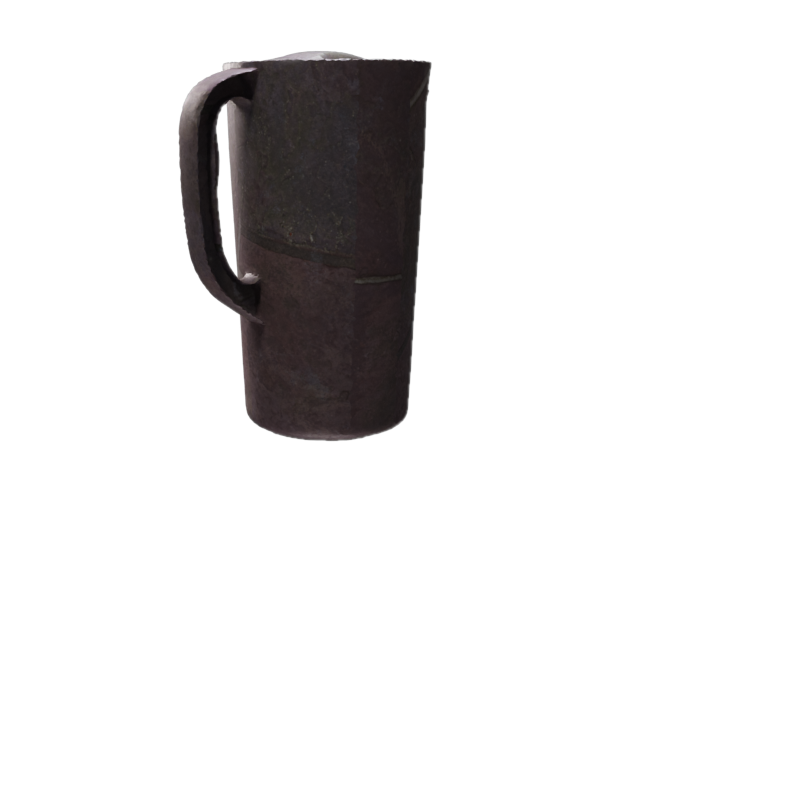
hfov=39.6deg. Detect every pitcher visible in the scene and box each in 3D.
[{"bbox_3d":[-0.056,-0.102,0.715,0.150,0.239,0.147,1,9,3],"label":"pitcher"}]
